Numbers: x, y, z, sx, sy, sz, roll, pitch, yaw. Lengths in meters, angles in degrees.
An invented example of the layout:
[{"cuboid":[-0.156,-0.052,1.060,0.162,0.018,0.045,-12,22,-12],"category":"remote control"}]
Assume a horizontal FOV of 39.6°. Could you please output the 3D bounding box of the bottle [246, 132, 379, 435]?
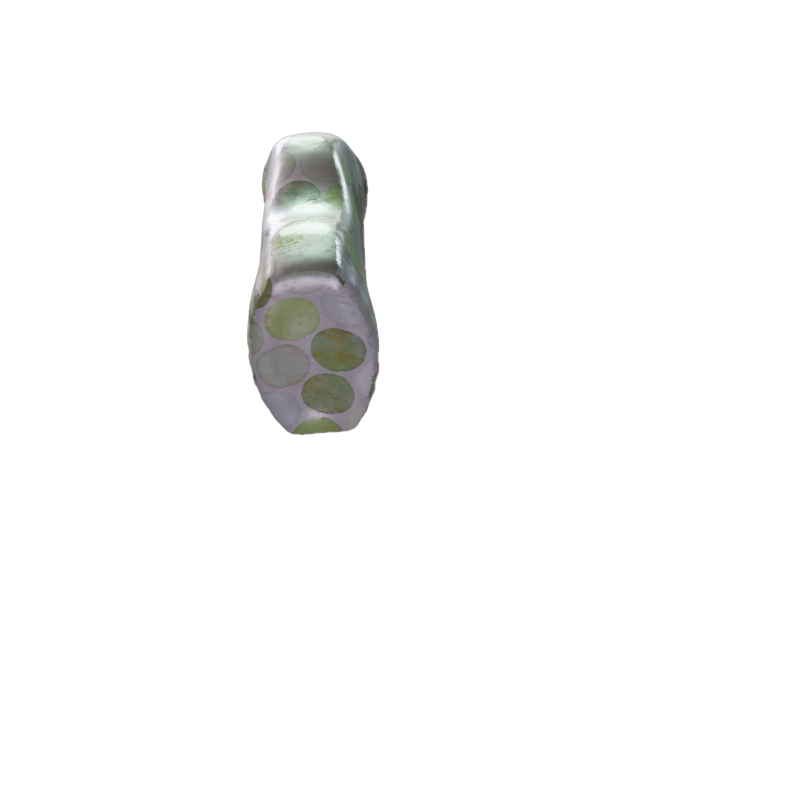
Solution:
[{"cuboid":[-0.043,-0.080,0.560,0.058,0.089,0.205,-6,38,1],"category":"bottle"}]
